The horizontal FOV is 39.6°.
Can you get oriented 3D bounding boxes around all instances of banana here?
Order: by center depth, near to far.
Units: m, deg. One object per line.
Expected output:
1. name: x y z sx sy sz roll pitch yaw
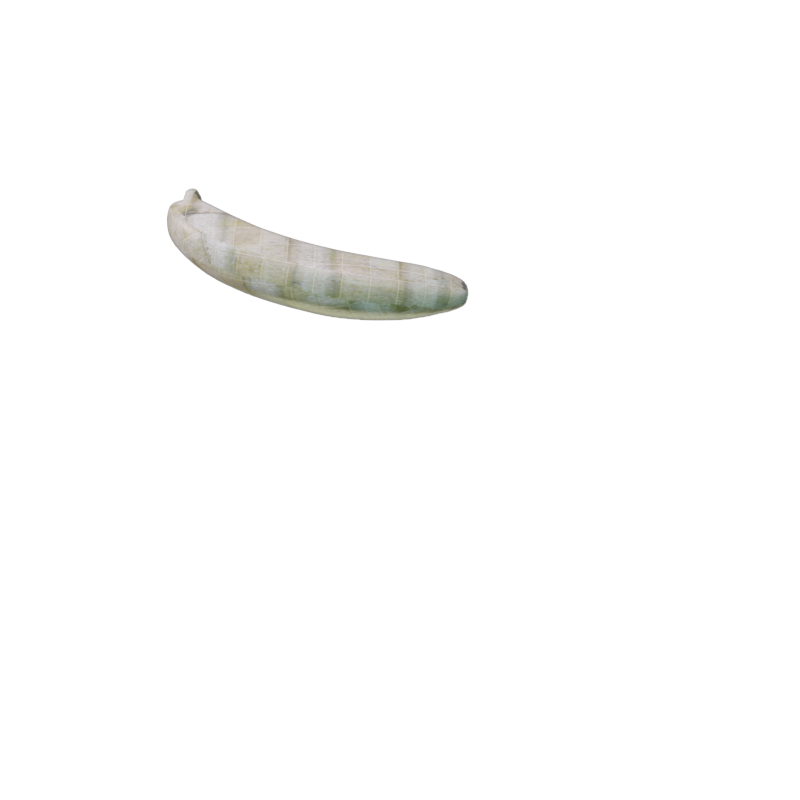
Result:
1. banana: -0.062 -0.081 0.624 0.208 0.034 0.071 23 46 24
